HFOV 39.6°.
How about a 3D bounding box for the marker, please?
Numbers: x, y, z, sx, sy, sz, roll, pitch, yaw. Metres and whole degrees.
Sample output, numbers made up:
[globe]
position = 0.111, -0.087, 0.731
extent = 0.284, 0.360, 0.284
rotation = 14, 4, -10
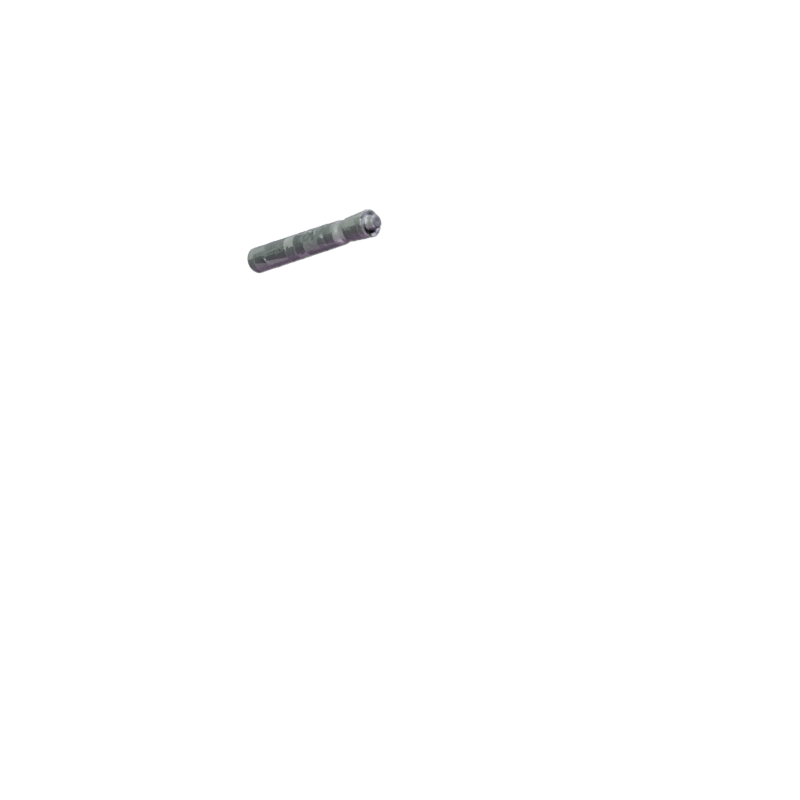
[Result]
[marker]
position = -0.059, -0.108, 0.755
extent = 0.123, 0.020, 0.019
rotation = -10, -4, 44
